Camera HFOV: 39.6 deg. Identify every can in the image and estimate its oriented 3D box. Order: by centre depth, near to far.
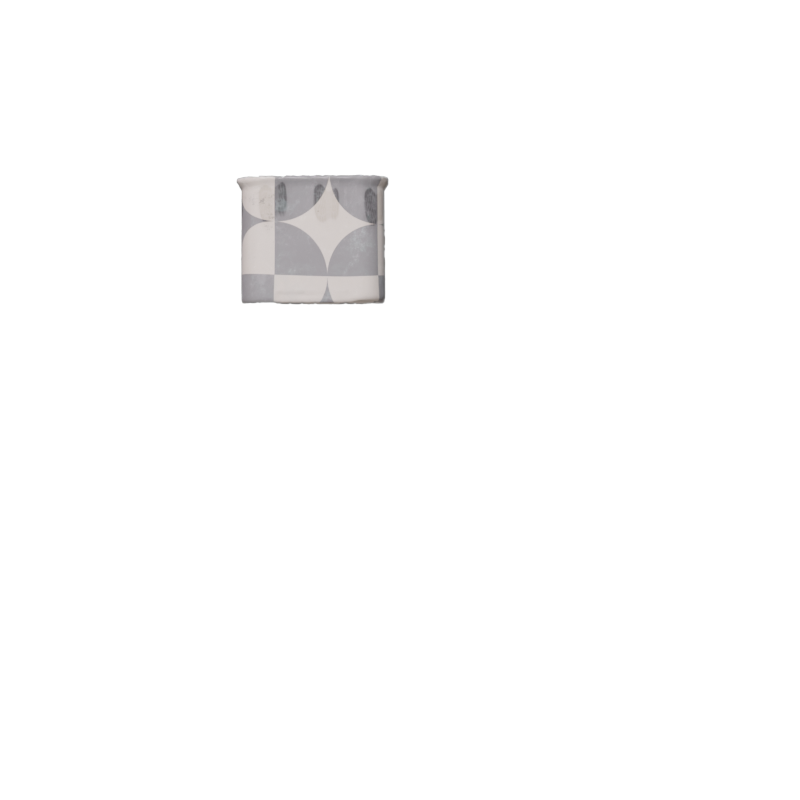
[{"bbox_3d":[-0.059,-0.107,0.749,0.102,0.084,0.057,0,-2,2],"label":"can"}]
